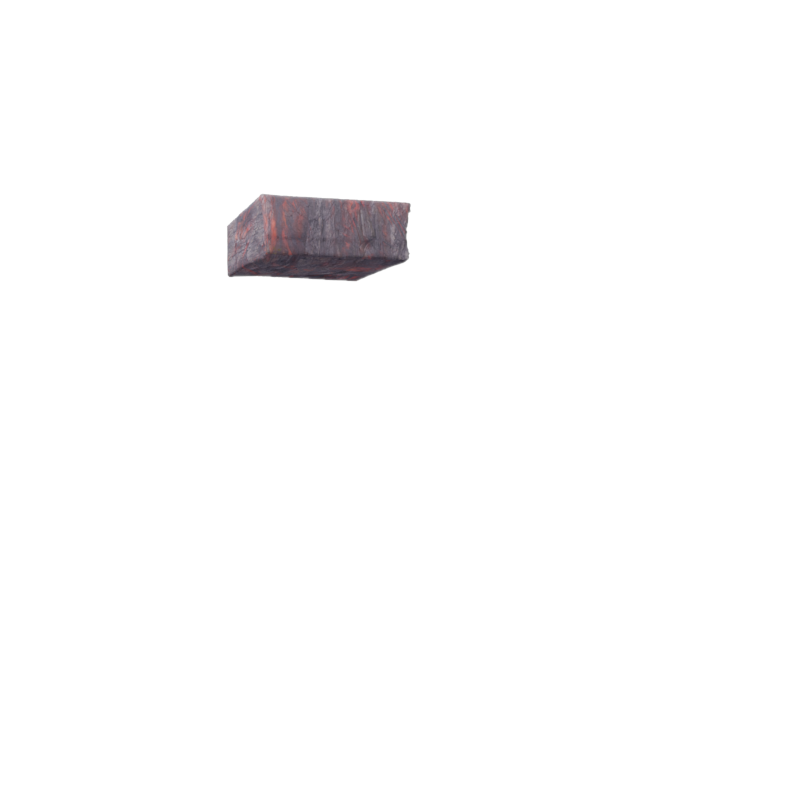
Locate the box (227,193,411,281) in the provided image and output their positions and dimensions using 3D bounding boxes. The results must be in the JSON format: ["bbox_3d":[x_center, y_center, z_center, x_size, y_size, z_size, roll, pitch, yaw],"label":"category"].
[{"bbox_3d":[-0.053,-0.097,0.679,0.088,0.039,0.115,0,0,-17],"label":"box"}]
